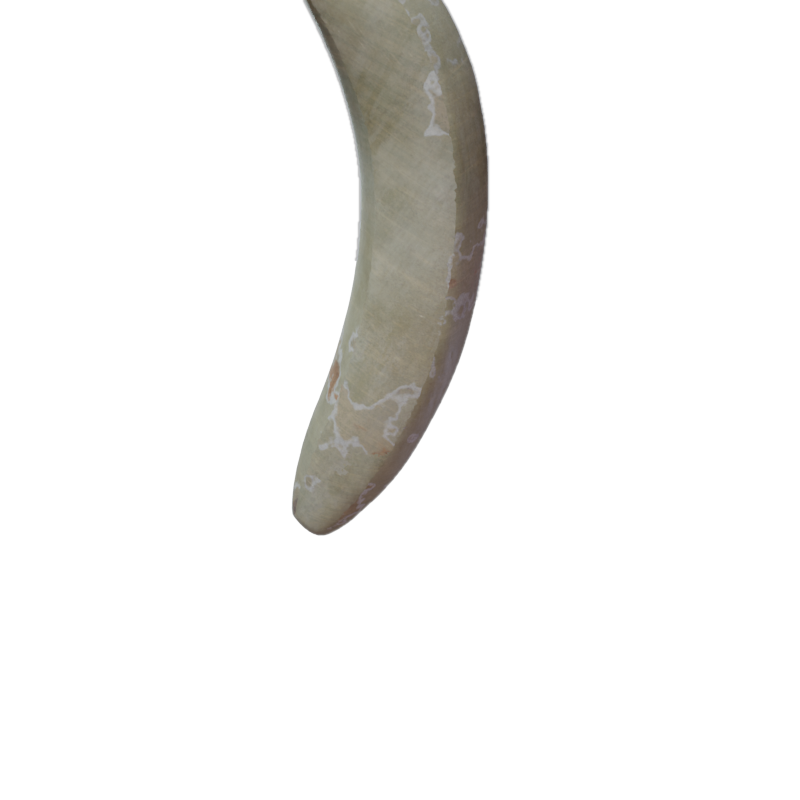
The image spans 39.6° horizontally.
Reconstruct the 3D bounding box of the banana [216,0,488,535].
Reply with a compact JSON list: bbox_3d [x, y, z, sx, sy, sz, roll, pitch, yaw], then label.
[{"bbox_3d":[-0.008,-0.053,0.329,0.070,0.189,0.038,-5,18,1],"label":"banana"}]
